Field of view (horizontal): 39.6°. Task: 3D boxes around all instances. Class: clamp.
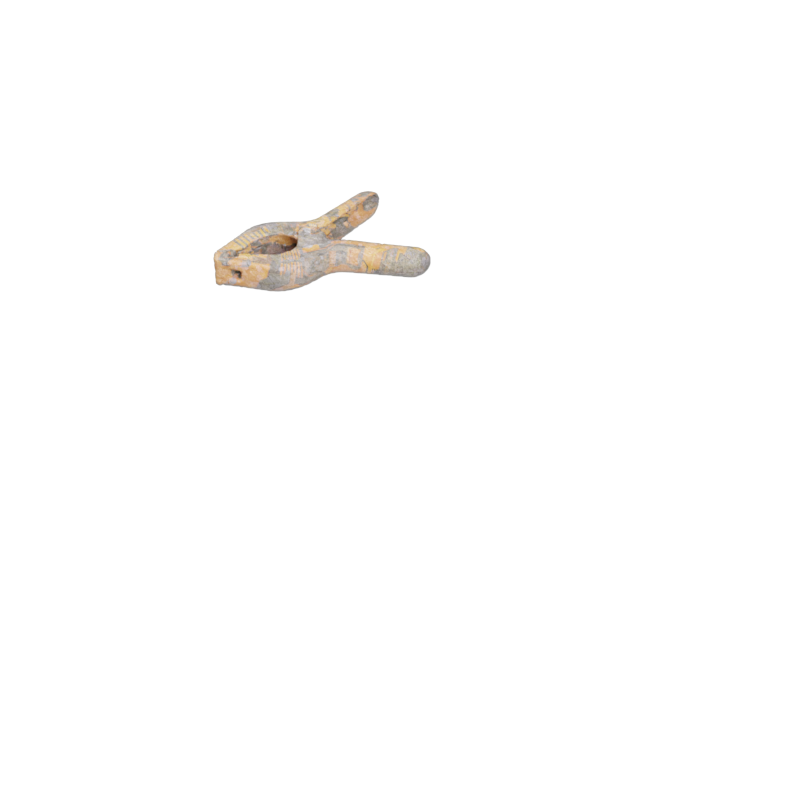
[{"bbox_3d":[-0.072,-0.131,0.918,0.169,0.037,0.129,-7,32,-11],"label":"clamp"}]
